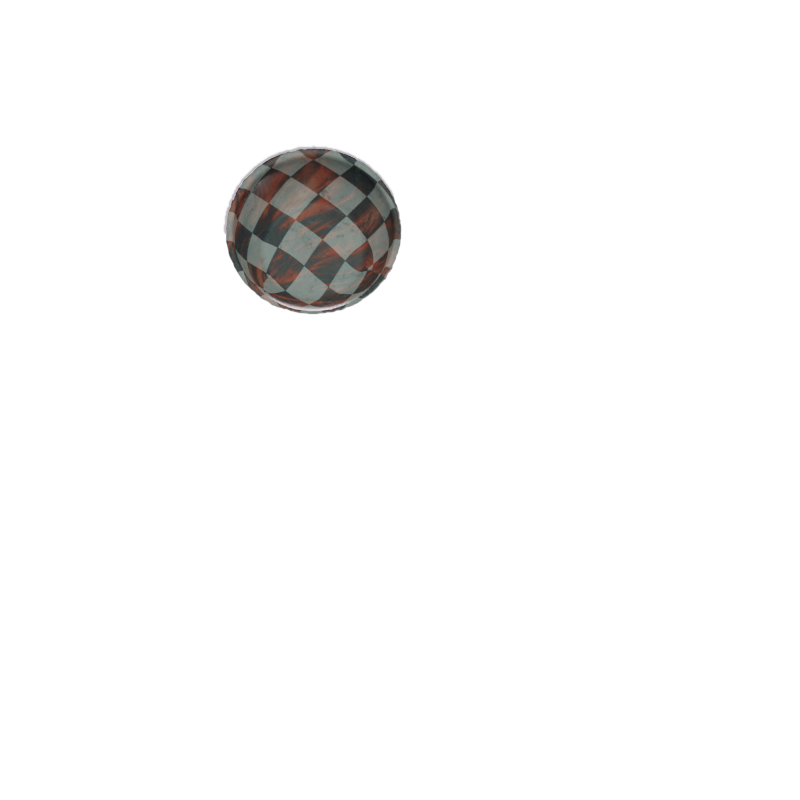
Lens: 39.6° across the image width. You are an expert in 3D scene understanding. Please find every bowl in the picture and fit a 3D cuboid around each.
[{"bbox_3d":[-0.078,-0.142,0.995,0.162,0.155,0.058,1,20,-1],"label":"bowl"}]
